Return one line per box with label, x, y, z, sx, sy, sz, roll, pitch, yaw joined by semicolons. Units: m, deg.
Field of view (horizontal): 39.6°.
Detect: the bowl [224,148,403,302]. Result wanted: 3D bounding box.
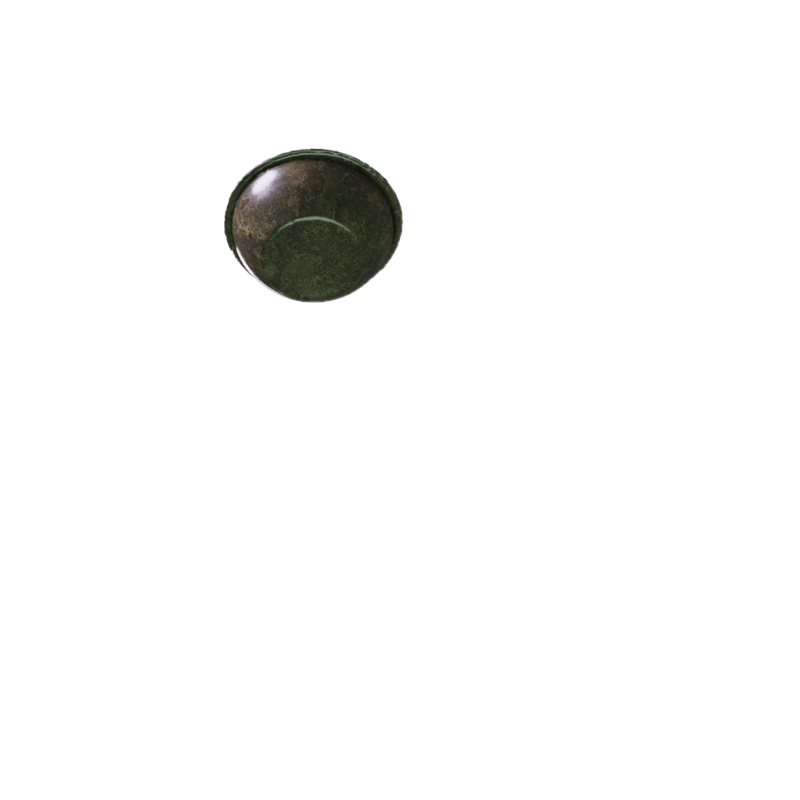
bowl;-0.077;-0.140;0.981;0.162;0.151;0.059;1;39;-1
